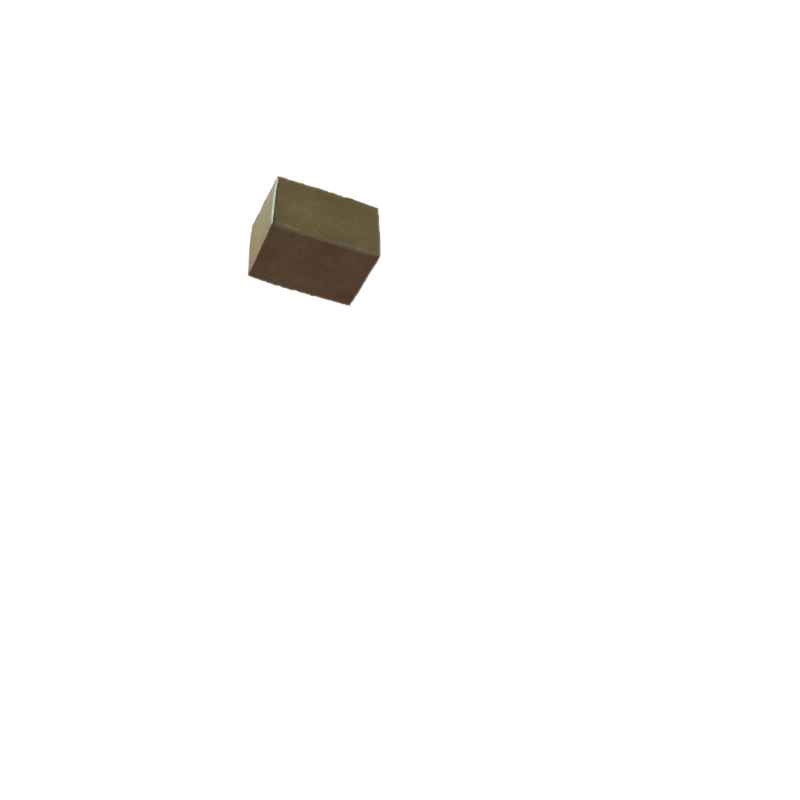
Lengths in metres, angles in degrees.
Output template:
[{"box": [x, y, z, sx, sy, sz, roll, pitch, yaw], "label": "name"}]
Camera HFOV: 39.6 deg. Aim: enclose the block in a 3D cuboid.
[{"box": [-0.059, -0.107, 0.752, 0.076, 0.055, 0.051, 16, -48, -17], "label": "block"}]
